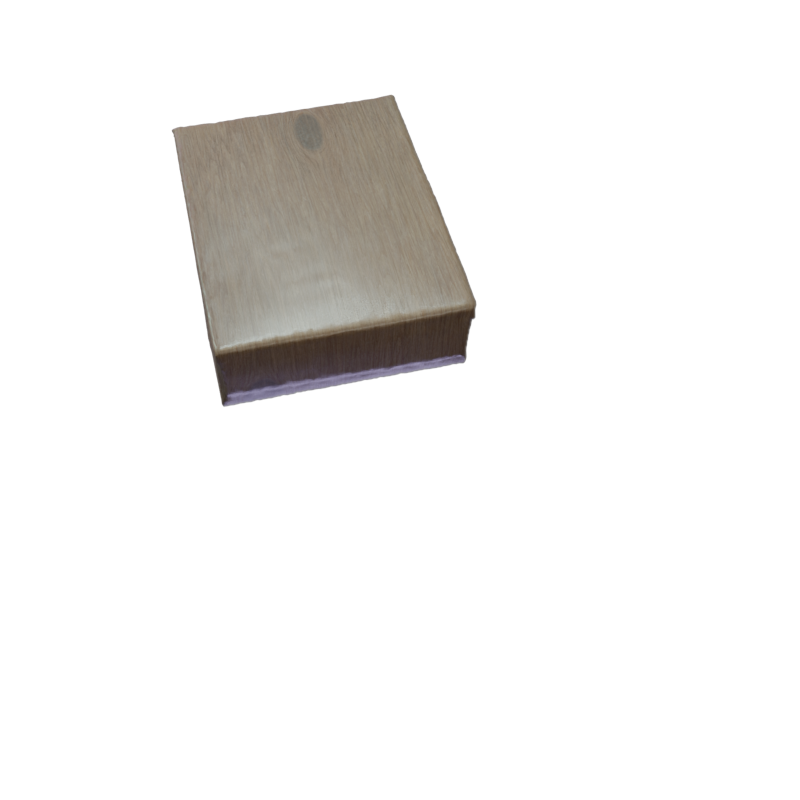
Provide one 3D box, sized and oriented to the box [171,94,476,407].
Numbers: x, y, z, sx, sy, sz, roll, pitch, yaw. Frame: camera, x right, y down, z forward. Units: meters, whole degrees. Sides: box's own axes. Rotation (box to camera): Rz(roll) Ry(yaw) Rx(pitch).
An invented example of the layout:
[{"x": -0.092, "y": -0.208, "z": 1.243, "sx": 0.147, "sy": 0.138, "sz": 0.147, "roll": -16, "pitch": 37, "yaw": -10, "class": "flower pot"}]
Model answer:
[{"x": -0.032, "y": -0.059, "z": 0.410, "sx": 0.089, "sy": 0.123, "sz": 0.036, "roll": -11, "pitch": -39, "yaw": -9, "class": "box"}]
